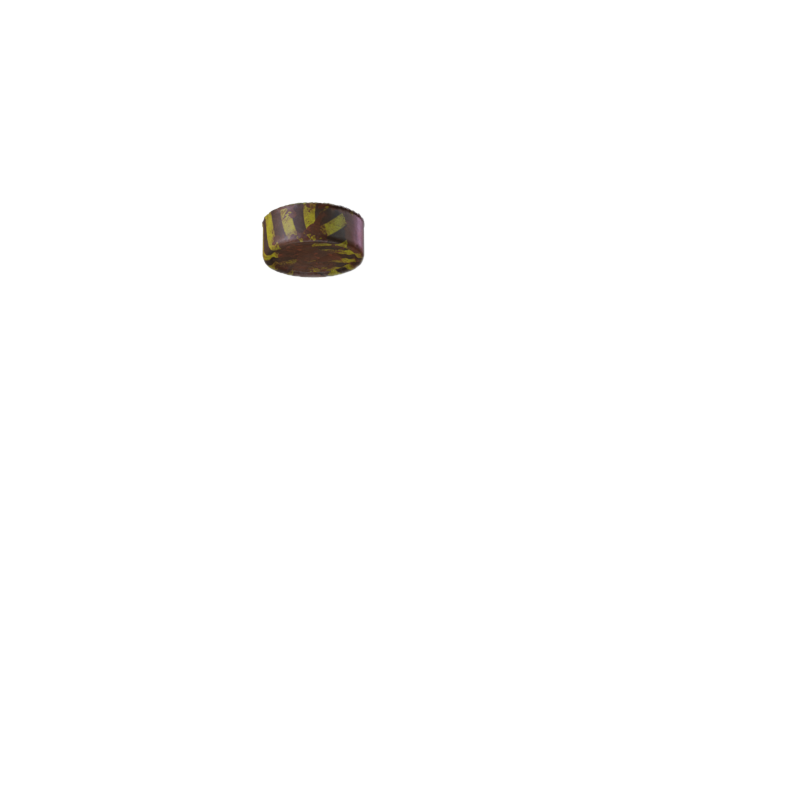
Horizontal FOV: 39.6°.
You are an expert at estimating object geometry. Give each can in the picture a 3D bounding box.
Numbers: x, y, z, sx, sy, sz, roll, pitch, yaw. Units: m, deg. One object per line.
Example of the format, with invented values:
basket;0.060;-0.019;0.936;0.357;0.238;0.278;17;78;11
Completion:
can;-0.072;-0.131;0.921;0.086;0.035;0.082;0;-17;-2
